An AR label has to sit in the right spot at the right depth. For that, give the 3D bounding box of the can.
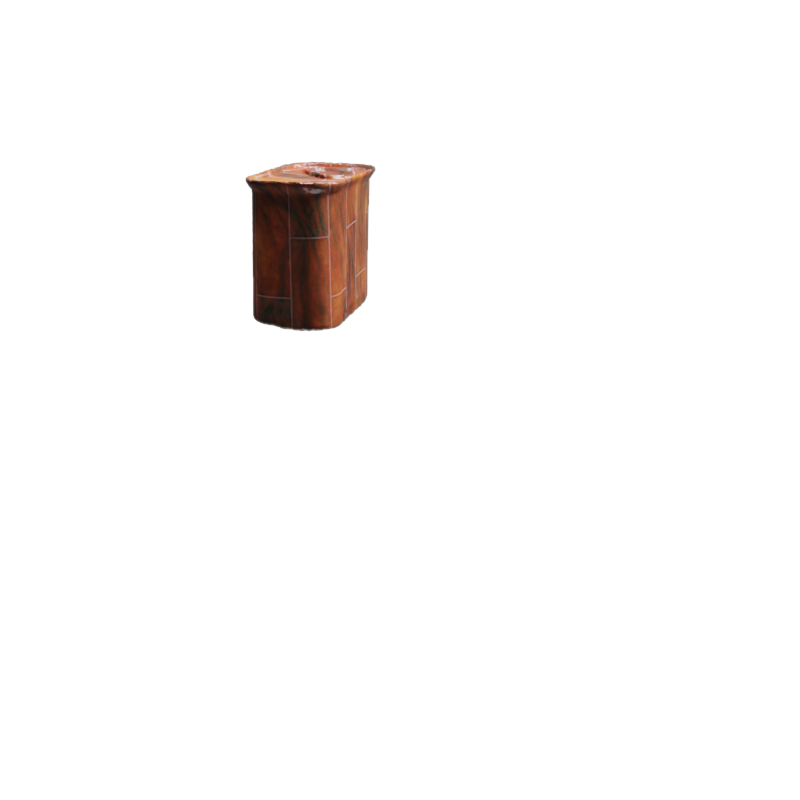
[{"bbox_3d":[-0.051,-0.093,0.652,0.059,0.081,0.103,4,16,13],"label":"can"}]
